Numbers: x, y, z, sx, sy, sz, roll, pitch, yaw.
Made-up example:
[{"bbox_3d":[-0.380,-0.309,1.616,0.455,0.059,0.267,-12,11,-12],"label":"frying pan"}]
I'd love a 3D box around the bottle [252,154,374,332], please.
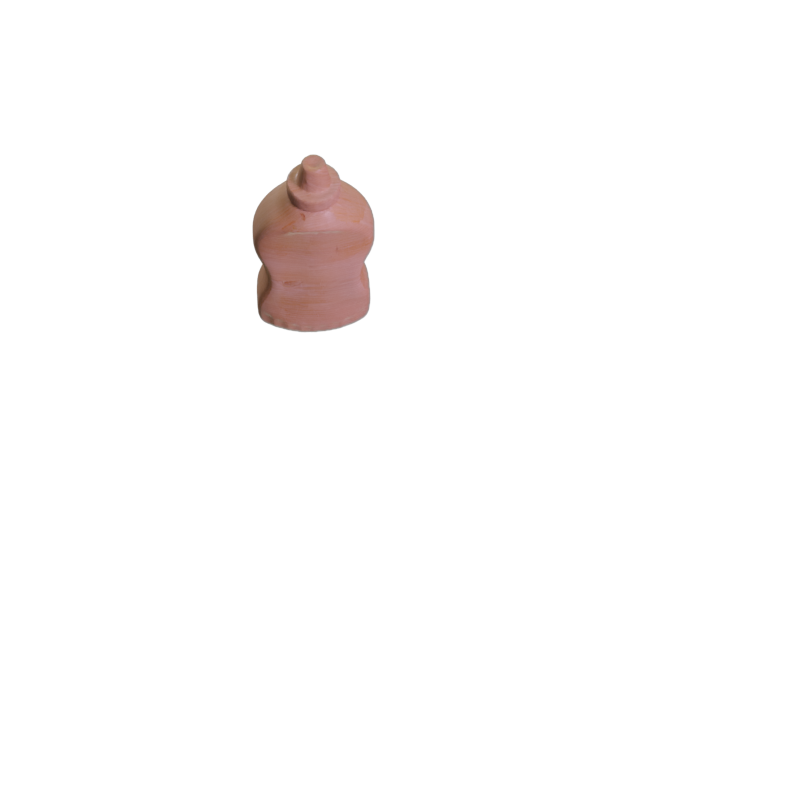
[{"bbox_3d":[-0.069,-0.127,0.885,0.096,0.062,0.180,0,-31,-4],"label":"bottle"}]
